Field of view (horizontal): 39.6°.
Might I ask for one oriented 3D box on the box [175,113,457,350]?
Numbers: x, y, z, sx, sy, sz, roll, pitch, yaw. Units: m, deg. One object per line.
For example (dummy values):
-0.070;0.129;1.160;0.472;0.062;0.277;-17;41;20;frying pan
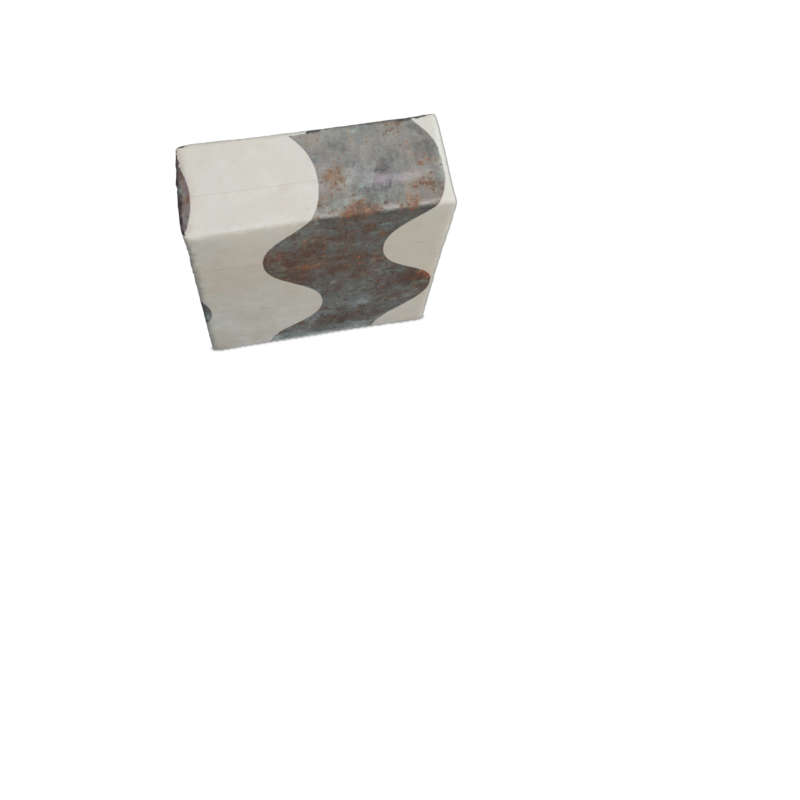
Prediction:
-0.059;-0.107;0.752;0.163;0.075;0.204;-8;-16;-6;box
